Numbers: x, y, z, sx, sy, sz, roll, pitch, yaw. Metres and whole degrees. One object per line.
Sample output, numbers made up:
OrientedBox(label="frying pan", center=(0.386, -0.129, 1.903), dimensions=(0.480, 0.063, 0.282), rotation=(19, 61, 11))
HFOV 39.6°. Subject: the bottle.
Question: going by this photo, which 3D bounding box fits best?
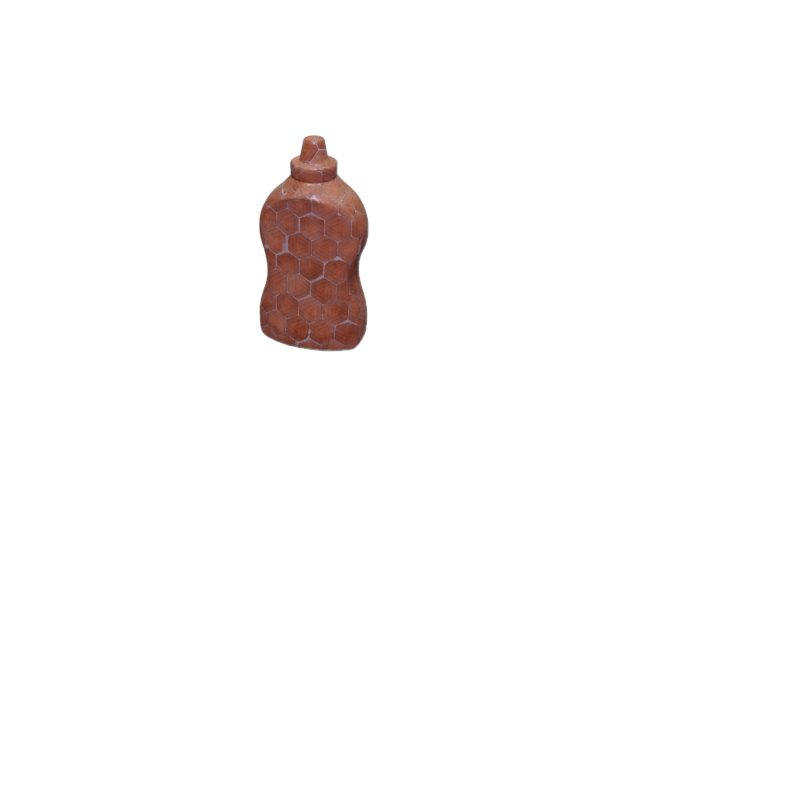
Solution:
OrientedBox(label="bottle", center=(-0.076, -0.140, 0.978), dimensions=(0.099, 0.181, 0.060), rotation=(10, 27, 17))
